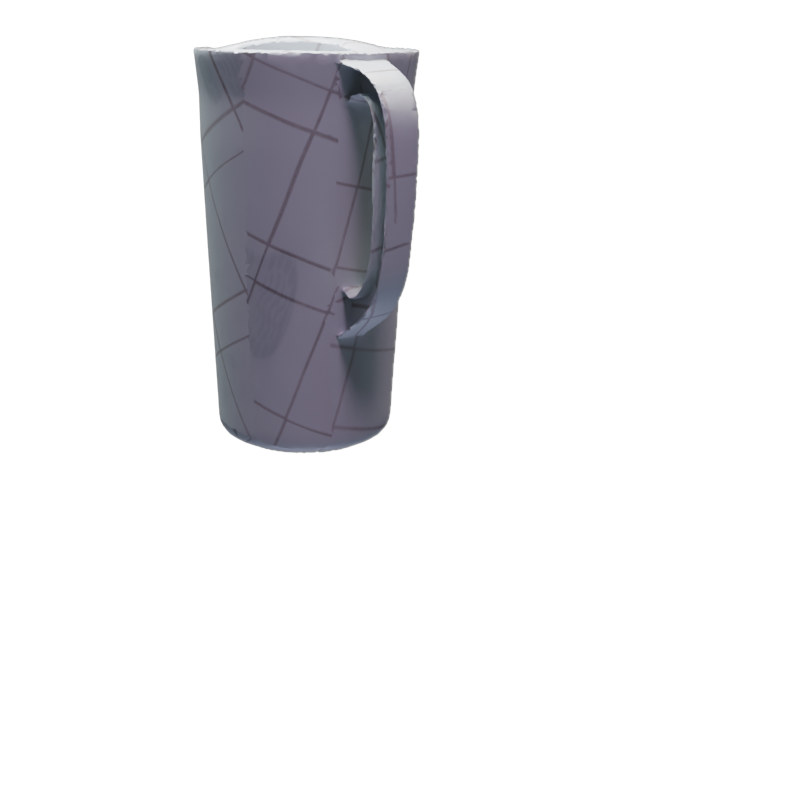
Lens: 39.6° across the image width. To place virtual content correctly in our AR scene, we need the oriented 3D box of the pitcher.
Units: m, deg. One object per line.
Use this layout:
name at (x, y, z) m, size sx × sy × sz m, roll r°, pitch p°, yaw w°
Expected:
pitcher at (-0.052, -0.095, 0.667) m, size 0.148 × 0.236 × 0.151 m, roll 4°, pitch 14°, yaw 12°
